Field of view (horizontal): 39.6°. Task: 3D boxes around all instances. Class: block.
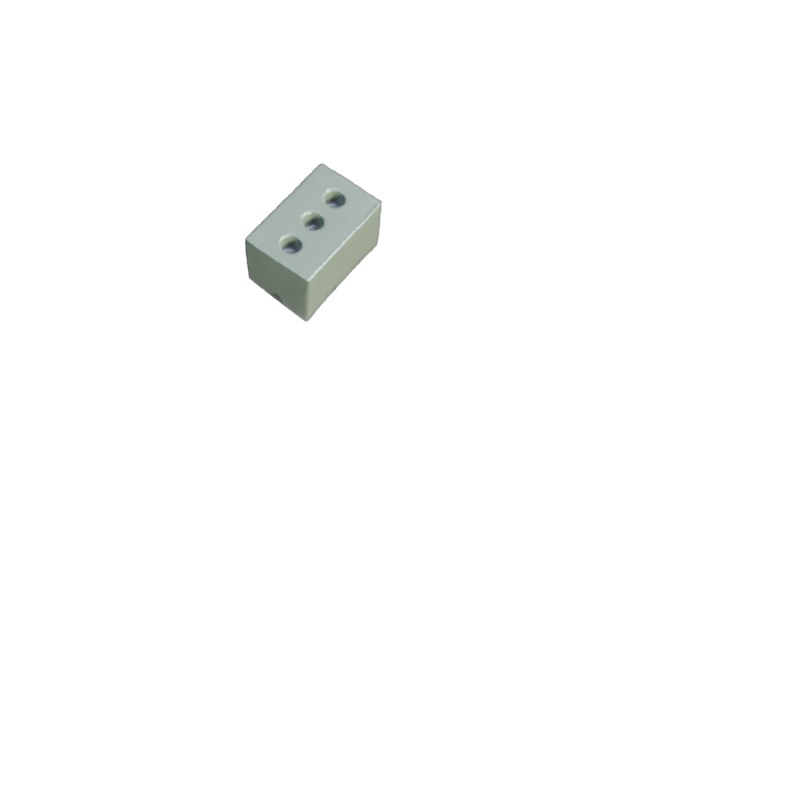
[{"bbox_3d":[-0.056,-0.102,0.717,0.055,0.079,0.048,34,-24,15],"label":"block"}]
